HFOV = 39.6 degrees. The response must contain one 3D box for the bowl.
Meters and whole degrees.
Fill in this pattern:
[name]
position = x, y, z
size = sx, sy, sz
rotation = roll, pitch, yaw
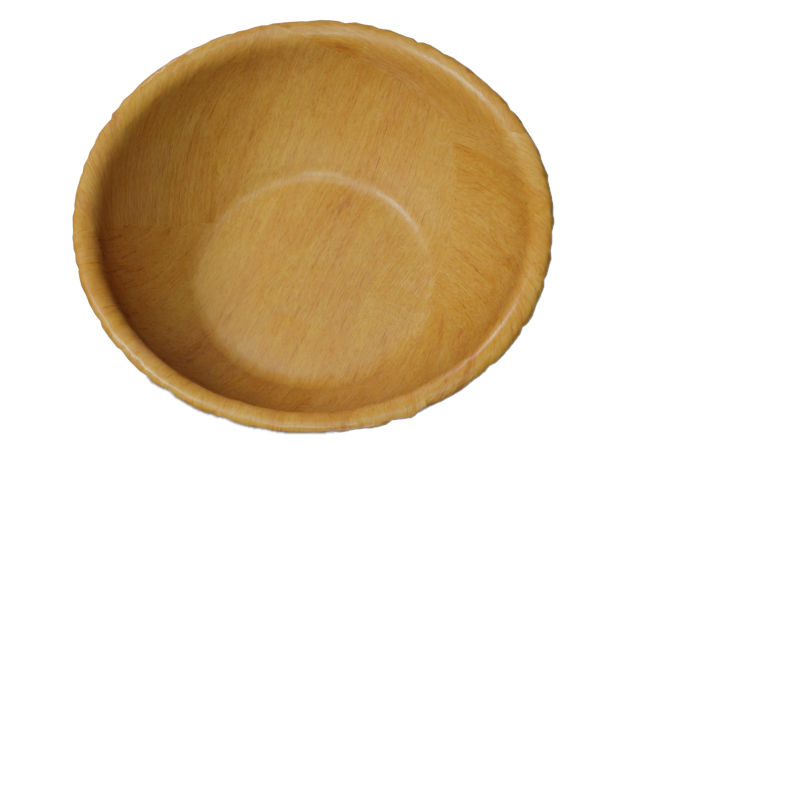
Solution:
[bowl]
position = -0.031, -0.056, 0.394
size = 0.162, 0.172, 0.052
rotation = -1, -28, -1
